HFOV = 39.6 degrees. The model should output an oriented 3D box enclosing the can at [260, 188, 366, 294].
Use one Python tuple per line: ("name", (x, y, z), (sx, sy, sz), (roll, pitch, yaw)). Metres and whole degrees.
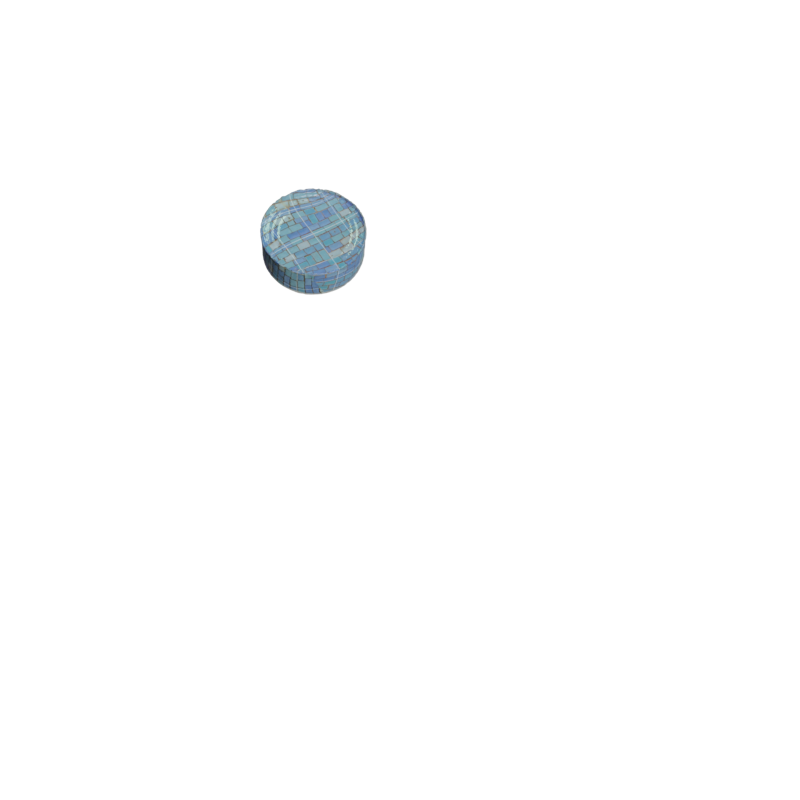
("can", (-0.071, -0.129, 0.905), (0.086, 0.092, 0.031), (-1, -33, -1))
